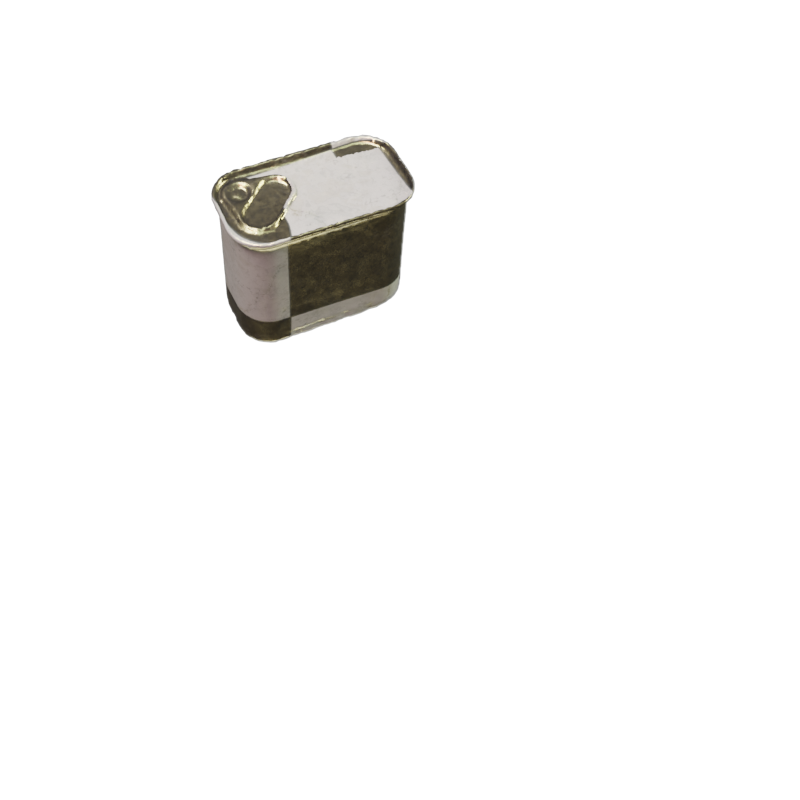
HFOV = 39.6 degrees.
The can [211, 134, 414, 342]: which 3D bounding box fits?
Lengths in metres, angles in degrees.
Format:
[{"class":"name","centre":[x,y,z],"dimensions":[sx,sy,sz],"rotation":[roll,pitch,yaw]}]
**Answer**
[{"class":"can","centre":[-0.047,-0.085,0.598],"dimensions":[0.101,0.062,0.078],"rotation":[-19,-35,-16]}]
